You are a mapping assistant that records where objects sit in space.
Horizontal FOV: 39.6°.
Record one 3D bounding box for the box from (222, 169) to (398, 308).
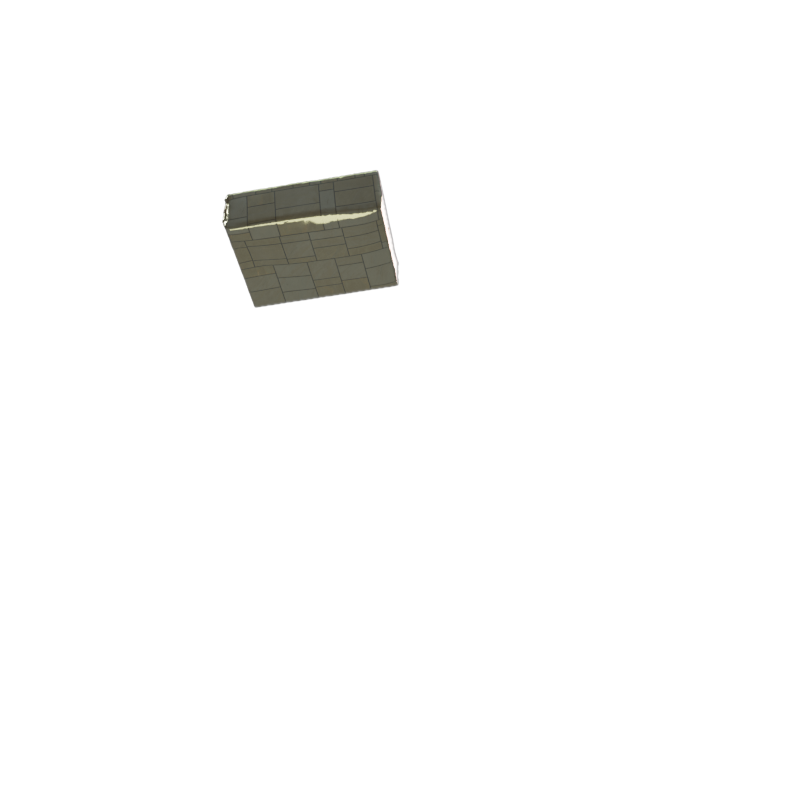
[{"bbox_3d":[-0.063,-0.114,0.799,0.114,0.042,0.083,-6,-38,7],"label":"box"}]
